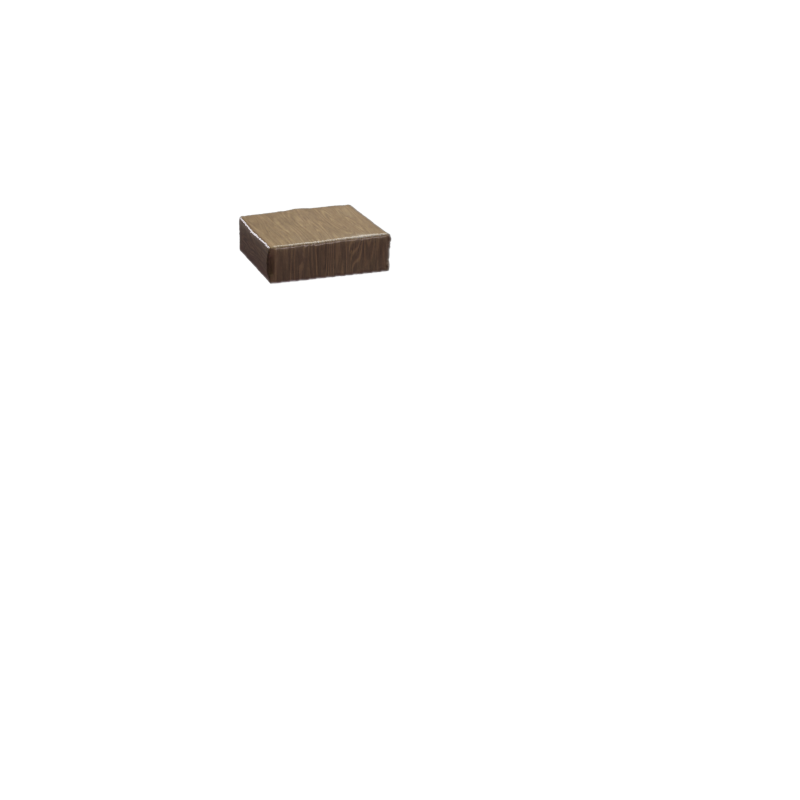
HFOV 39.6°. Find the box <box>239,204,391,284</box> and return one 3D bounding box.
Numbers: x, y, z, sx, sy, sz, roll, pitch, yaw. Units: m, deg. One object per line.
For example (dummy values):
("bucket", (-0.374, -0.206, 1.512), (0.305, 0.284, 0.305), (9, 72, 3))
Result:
("box", (-0.060, -0.111, 0.774), (0.088, 0.029, 0.078), (-9, 27, -19))
